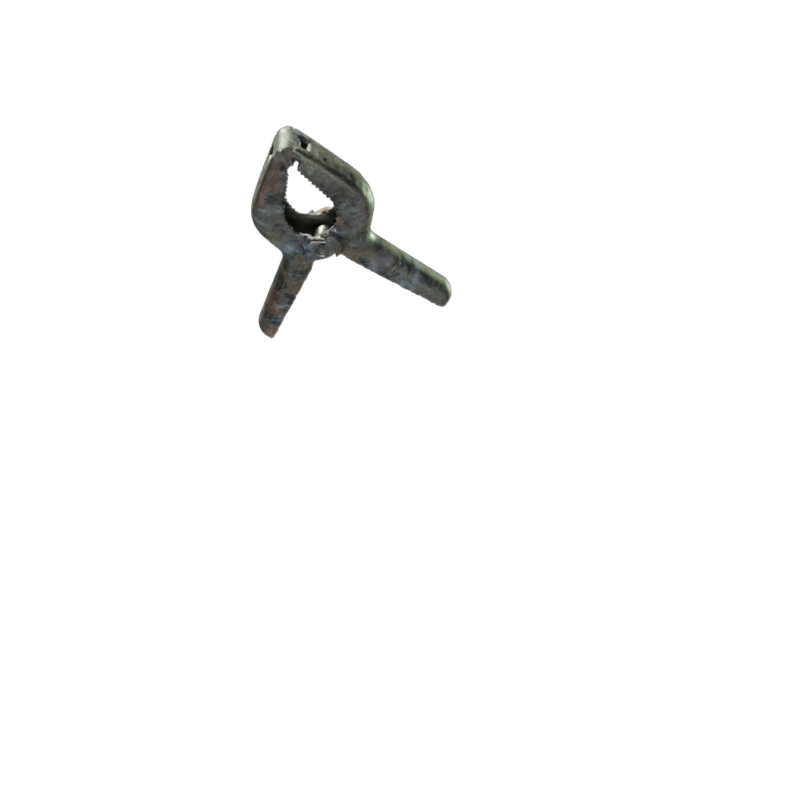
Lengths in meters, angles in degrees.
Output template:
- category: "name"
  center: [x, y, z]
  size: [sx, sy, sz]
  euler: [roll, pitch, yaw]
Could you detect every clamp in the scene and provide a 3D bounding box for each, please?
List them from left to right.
- category: "clamp"
  center: [-0.068, -0.124, 0.871]
  size: [0.166, 0.039, 0.194]
  euler: [-15, -43, 17]
